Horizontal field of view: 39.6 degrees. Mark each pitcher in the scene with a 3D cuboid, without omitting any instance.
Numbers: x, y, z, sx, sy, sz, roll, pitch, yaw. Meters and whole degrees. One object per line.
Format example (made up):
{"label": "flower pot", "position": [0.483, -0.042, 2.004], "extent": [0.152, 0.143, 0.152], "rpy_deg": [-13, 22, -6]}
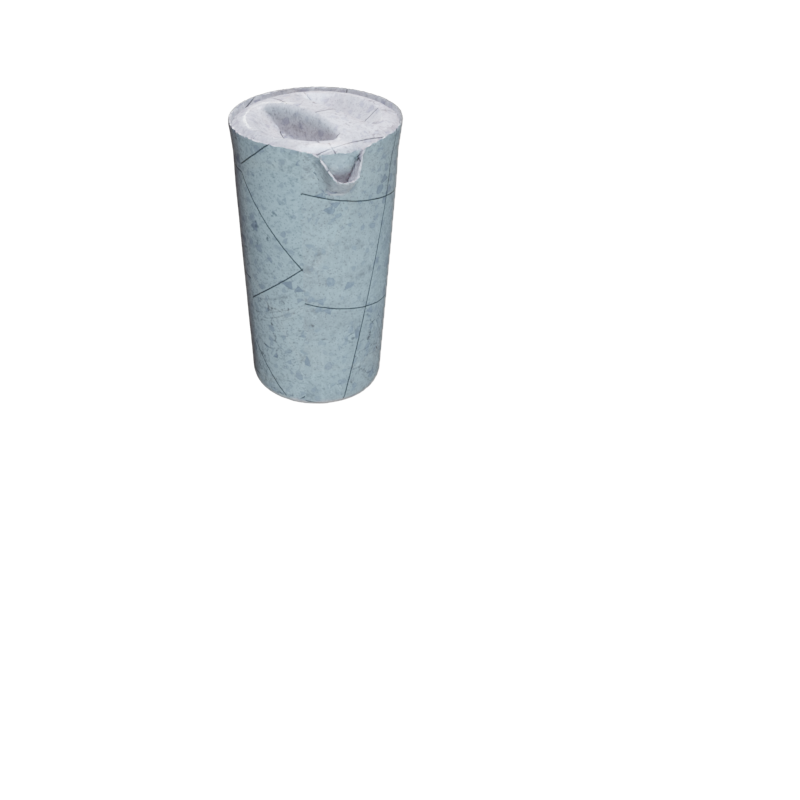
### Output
{"label": "pitcher", "position": [-0.071, -0.129, 0.906], "extent": [0.151, 0.229, 0.152], "rpy_deg": [15, 34, 21]}
